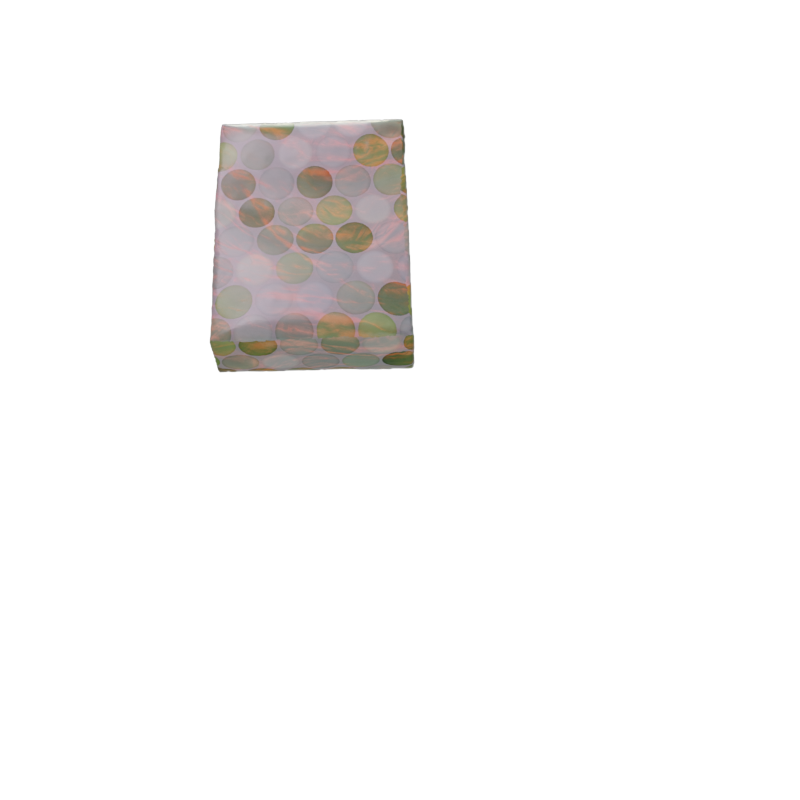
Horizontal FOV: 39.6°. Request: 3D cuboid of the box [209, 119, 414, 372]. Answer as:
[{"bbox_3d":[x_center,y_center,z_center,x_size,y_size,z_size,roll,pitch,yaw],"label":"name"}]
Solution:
[{"bbox_3d":[-0.074,-0.134,0.940,0.164,0.227,0.067,-2,-27,1],"label":"box"}]
